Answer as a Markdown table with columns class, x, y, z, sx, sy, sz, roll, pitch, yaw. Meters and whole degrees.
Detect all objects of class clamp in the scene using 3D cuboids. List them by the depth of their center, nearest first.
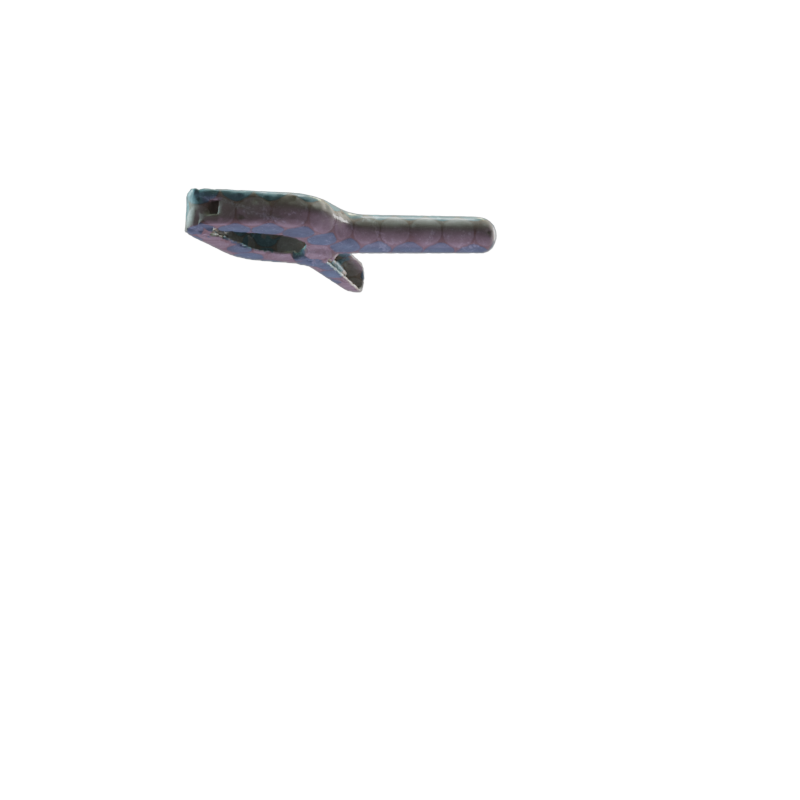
| class | x | y | z | sx | sy | sz | roll | pitch | yaw |
| --- | --- | --- | --- | --- | --- | --- | --- | --- | --- |
| clamp | -0.062 | -0.113 | 0.789 | 0.202 | 0.038 | 0.166 | 6 | -11 | -29 |
